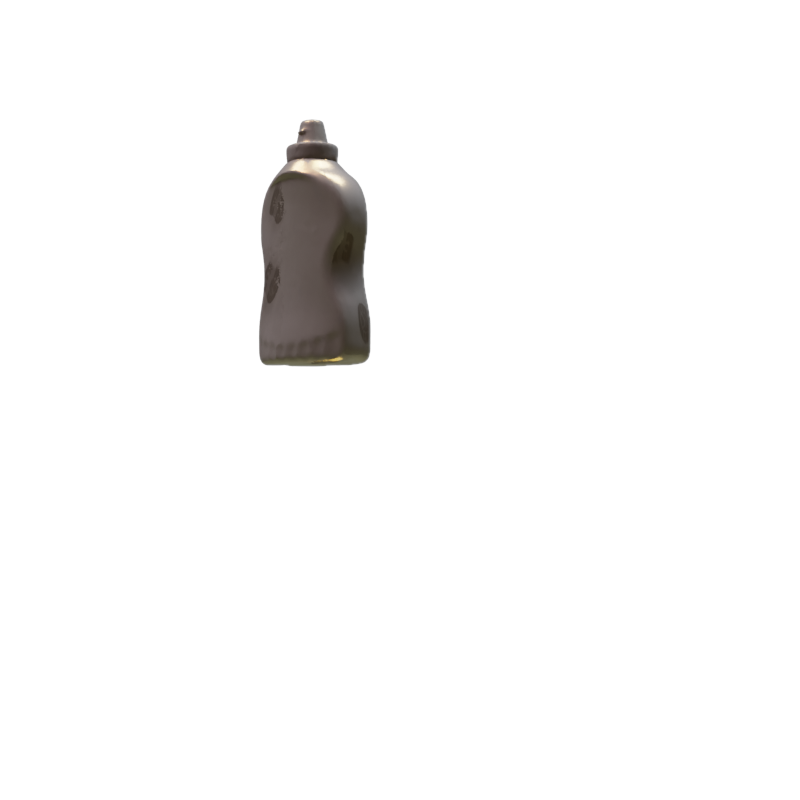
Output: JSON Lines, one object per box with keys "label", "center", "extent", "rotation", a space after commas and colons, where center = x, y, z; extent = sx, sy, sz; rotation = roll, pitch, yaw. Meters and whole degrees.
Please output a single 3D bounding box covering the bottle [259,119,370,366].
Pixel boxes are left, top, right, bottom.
{"label": "bottle", "center": [-0.068, -0.123, 0.865], "extent": [0.099, 0.195, 0.056], "rotation": [-7, -10, 44]}
